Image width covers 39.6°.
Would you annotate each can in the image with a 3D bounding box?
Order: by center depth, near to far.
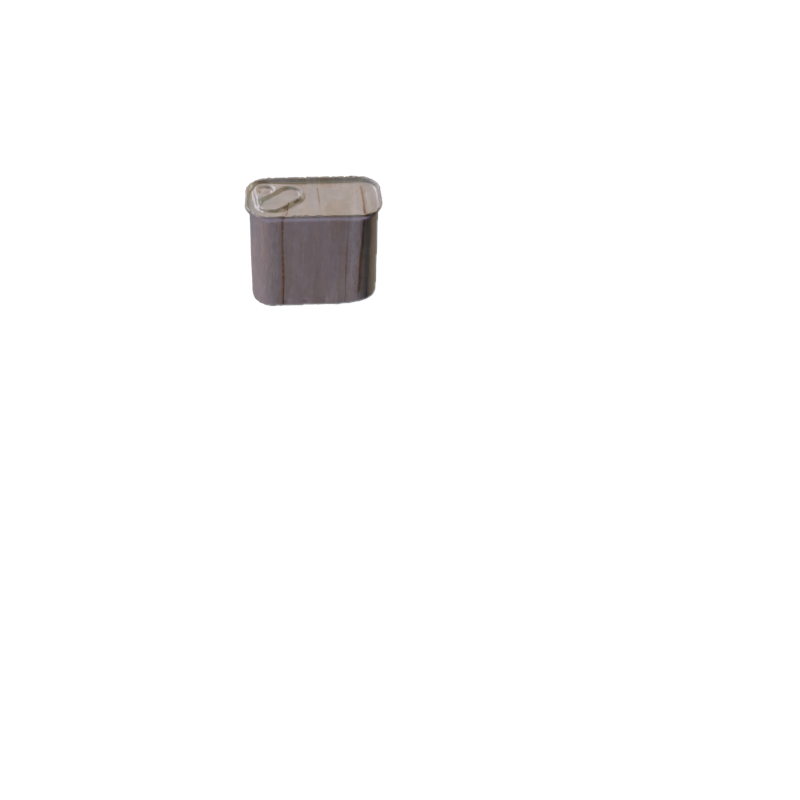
[{"bbox_3d":[-0.067,-0.121,0.848,0.101,0.078,0.062,-1,37,-3],"label":"can"}]
